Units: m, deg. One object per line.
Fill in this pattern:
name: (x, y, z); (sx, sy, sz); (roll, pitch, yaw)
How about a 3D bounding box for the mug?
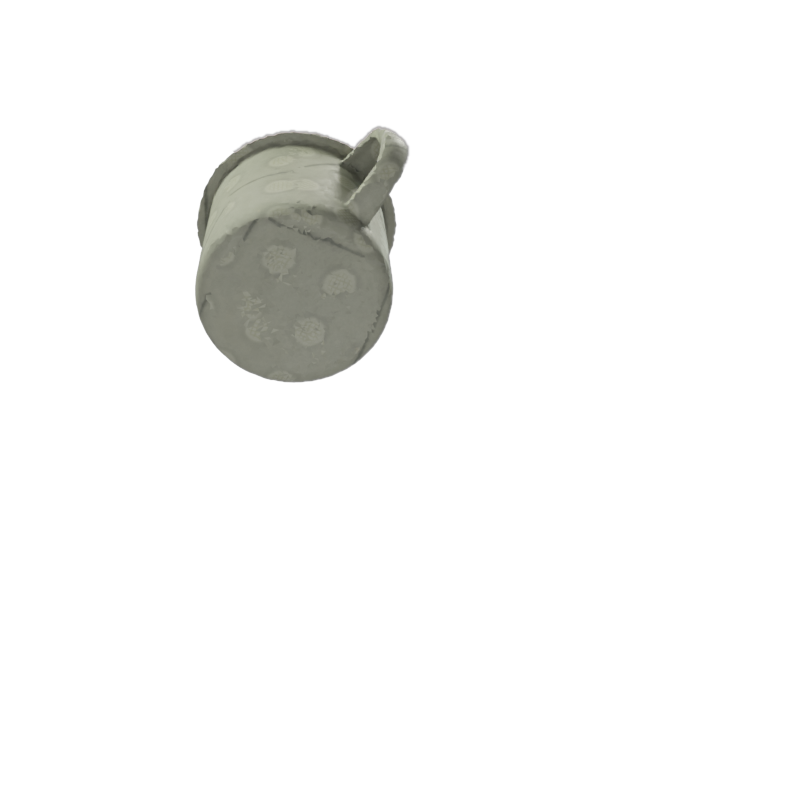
mug: (-0.038, -0.069, 0.481); (0.089, 0.115, 0.086); (39, 19, -19)
